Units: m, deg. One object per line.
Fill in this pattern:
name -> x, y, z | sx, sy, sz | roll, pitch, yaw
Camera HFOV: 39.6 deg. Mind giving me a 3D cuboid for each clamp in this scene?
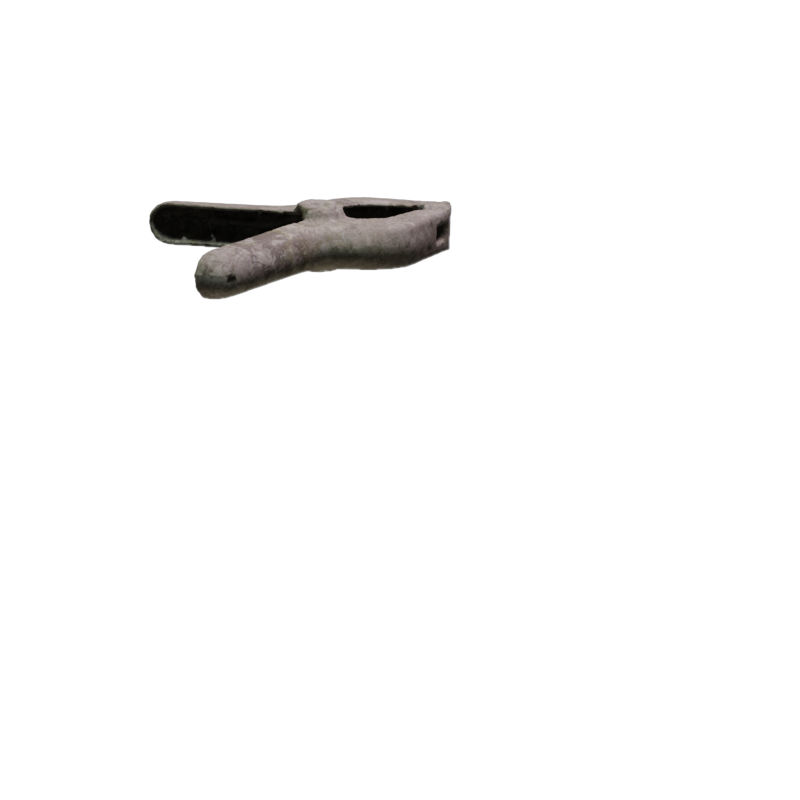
clamp -> -0.047, -0.086, 0.604 | 0.169, 0.037, 0.128 | -6, 30, -11
